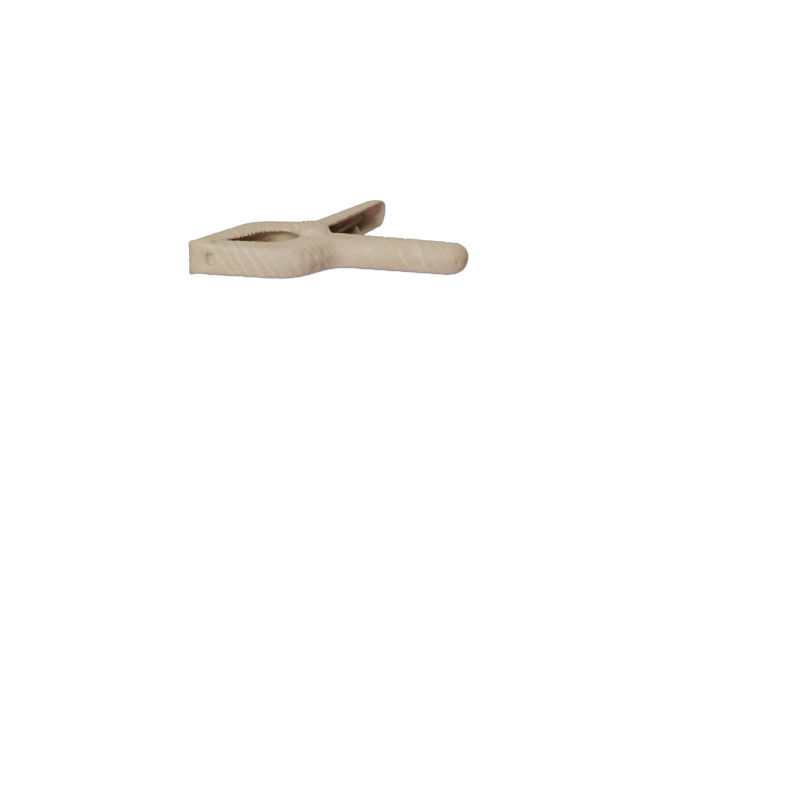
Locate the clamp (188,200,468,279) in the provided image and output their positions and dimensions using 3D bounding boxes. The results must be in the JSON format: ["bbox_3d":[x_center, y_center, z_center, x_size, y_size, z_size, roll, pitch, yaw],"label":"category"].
[{"bbox_3d":[-0.071,-0.129,0.903,0.206,0.035,0.175,-6,23,-15],"label":"clamp"}]
